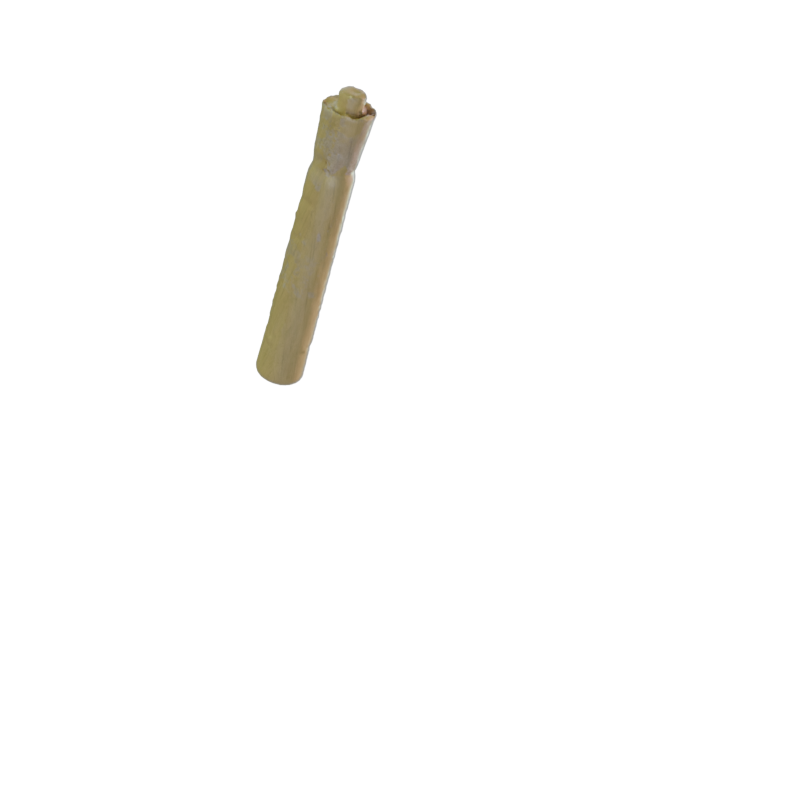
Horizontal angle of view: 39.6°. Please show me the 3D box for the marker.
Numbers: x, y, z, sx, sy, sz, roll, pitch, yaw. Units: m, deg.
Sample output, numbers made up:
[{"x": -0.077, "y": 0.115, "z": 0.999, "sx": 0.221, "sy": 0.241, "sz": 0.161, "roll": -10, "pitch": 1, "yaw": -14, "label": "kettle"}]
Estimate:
[{"x": -0.031, "y": -0.057, "z": 0.400, "sx": 0.019, "sy": 0.115, "sz": 0.021, "roll": 12, "pitch": 34, "yaw": -11, "label": "marker"}]
